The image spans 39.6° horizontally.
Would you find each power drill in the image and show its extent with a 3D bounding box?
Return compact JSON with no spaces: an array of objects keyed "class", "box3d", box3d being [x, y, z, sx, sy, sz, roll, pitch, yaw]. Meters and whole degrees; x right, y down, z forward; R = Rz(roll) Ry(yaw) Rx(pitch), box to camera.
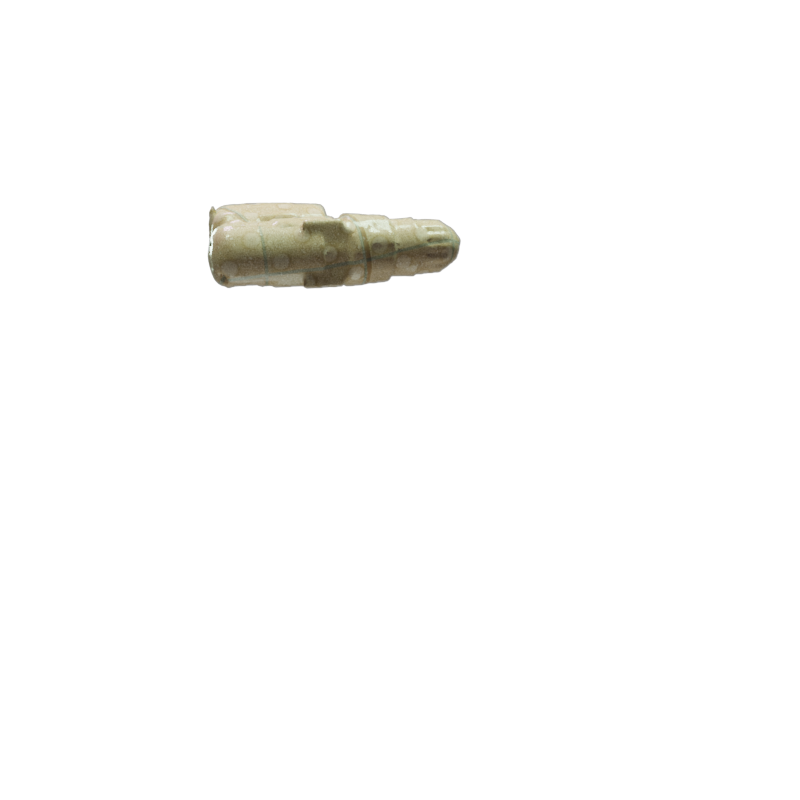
[{"class":"power drill","box3d":[-0.067,-0.123,0.860,0.181,0.056,0.194,-3,11,-17]}]
